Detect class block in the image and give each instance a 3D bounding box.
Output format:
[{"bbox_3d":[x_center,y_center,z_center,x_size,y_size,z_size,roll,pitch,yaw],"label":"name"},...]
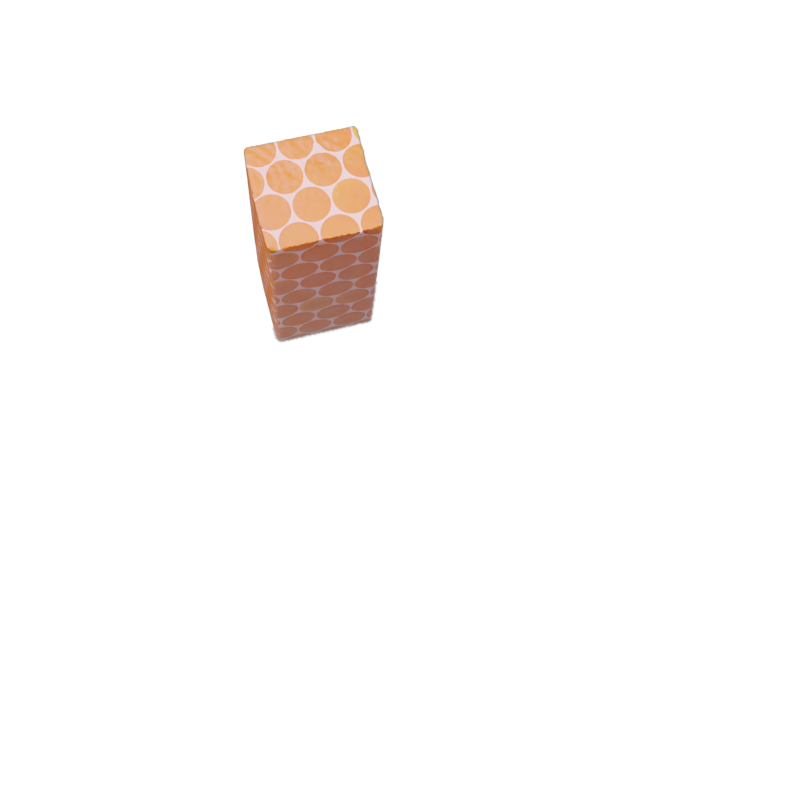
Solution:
[{"bbox_3d":[-0.072,-0.130,0.915,0.090,0.095,0.197,-13,-17,-8],"label":"block"}]
